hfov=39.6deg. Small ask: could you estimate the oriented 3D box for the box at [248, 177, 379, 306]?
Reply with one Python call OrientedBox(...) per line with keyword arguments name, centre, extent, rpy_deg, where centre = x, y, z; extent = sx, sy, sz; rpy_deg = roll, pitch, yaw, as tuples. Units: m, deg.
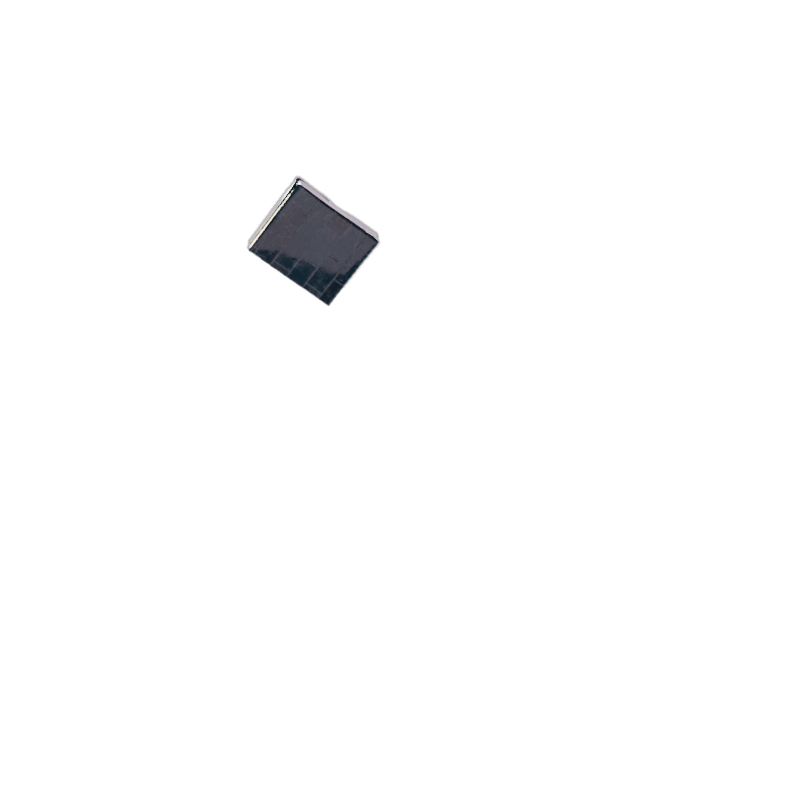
OrientedBox(name="box", centre=(-0.075, -0.136, 0.953), extent=(0.087, 0.072, 0.031), rpy_deg=(35, 14, -11))
